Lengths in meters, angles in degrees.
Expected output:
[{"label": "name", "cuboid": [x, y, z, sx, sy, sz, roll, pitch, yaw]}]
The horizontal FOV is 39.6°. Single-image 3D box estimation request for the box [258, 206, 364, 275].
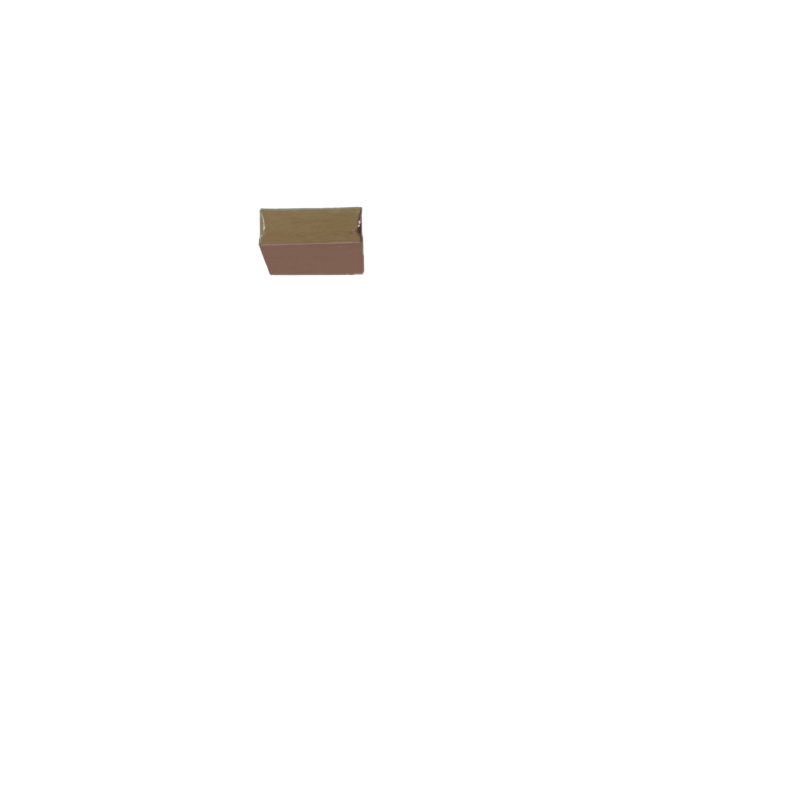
[{"label": "box", "cuboid": [-0.063, -0.116, 0.811, 0.073, 0.031, 0.086, 0, -10, 1]}]
